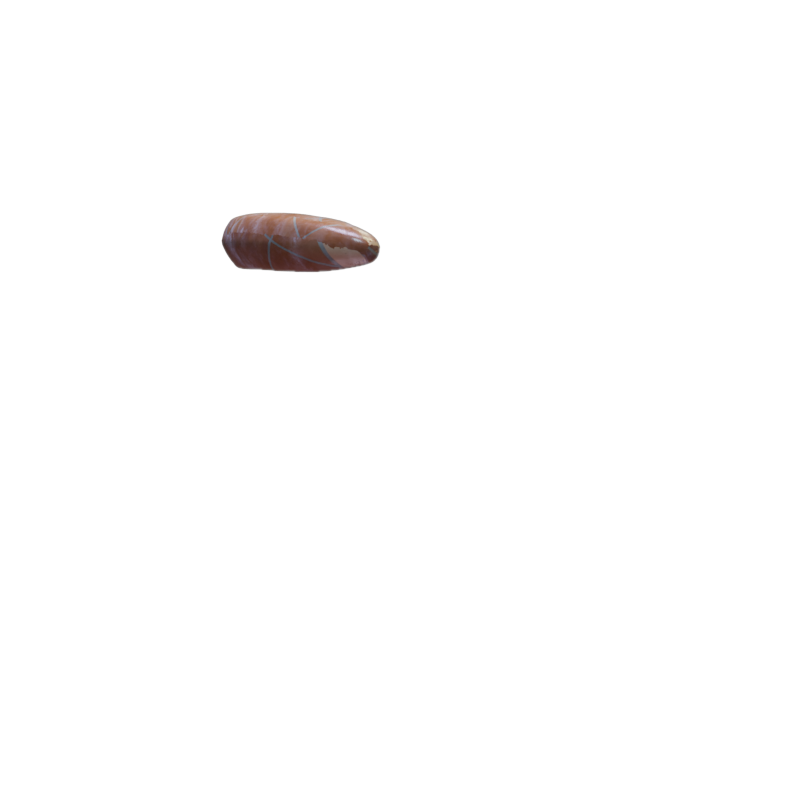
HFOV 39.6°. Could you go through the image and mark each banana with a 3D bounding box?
[{"bbox_3d":[-0.074,-0.100,0.703,0.068,0.036,0.203,-2,8,-18],"label":"banana"}]
